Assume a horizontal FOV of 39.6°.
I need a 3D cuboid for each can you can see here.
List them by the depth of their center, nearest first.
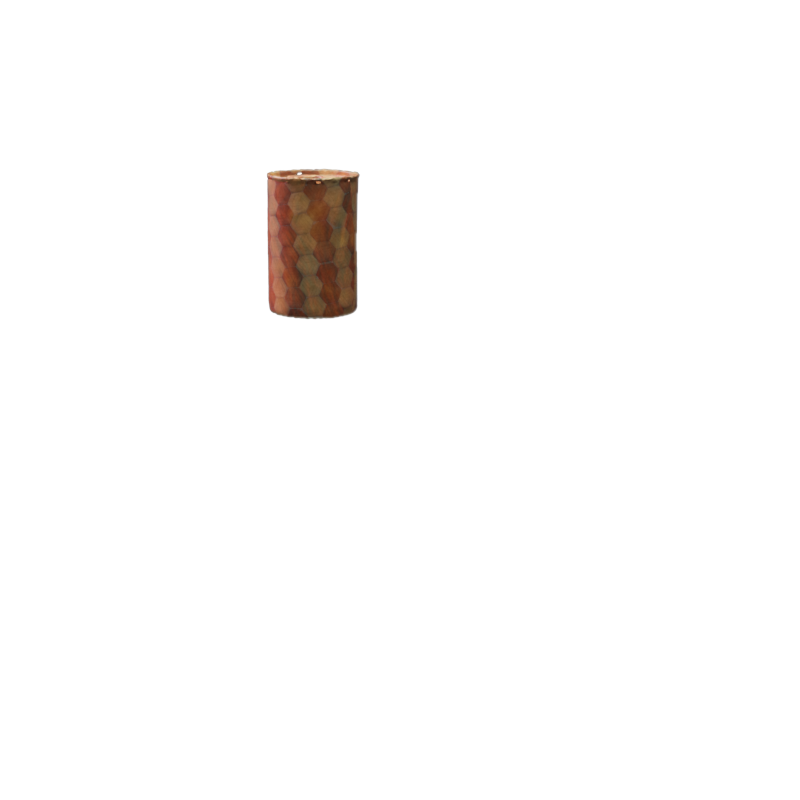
[{"bbox_3d":[-0.064,-0.117,0.817,0.068,0.100,0.071,0,12,-2],"label":"can"}]
